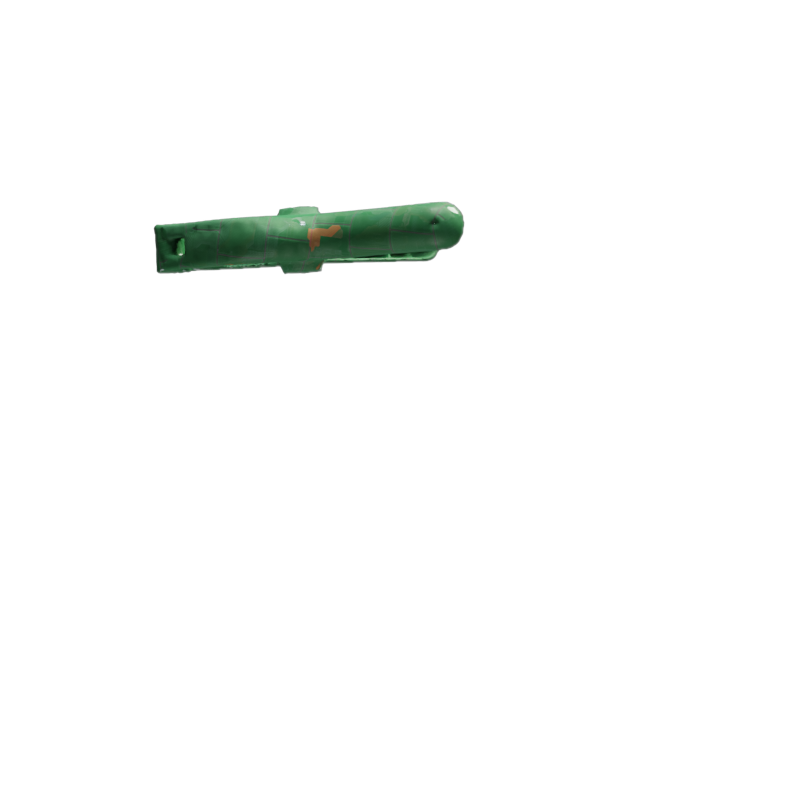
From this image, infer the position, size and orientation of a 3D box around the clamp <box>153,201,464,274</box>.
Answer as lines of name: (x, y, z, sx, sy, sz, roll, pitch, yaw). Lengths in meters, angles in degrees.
clamp: (-0.049, -0.090, 0.628, 0.173, 0.040, 0.117, 0, -3, 7)
